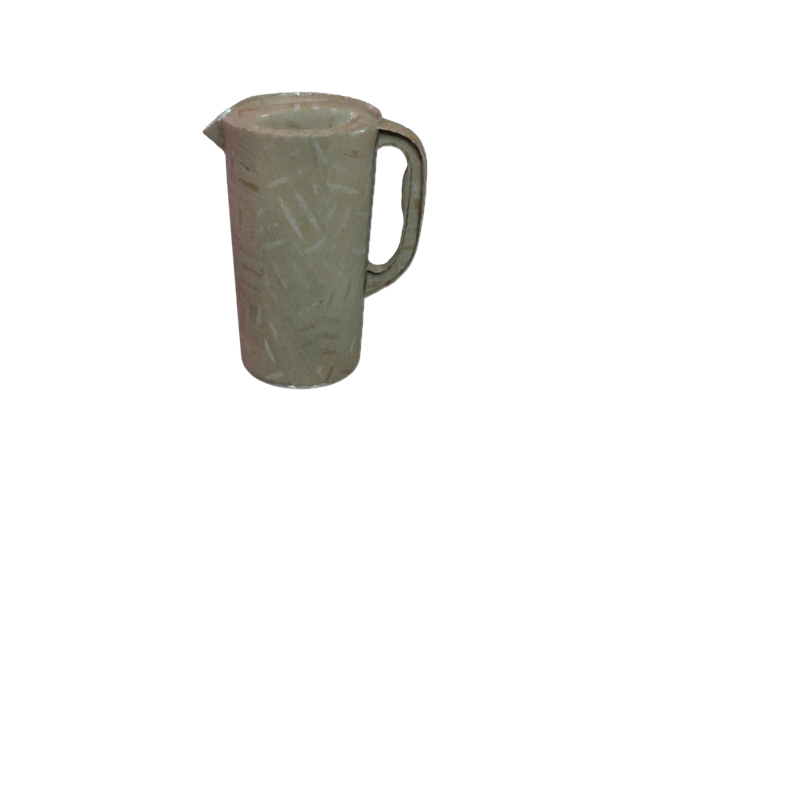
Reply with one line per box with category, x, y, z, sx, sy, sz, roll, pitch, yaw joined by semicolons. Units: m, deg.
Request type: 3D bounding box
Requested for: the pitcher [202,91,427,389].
pitcher;-0.075;-0.136;0.954;0.143;0.231;0.159;-18;32;-36
